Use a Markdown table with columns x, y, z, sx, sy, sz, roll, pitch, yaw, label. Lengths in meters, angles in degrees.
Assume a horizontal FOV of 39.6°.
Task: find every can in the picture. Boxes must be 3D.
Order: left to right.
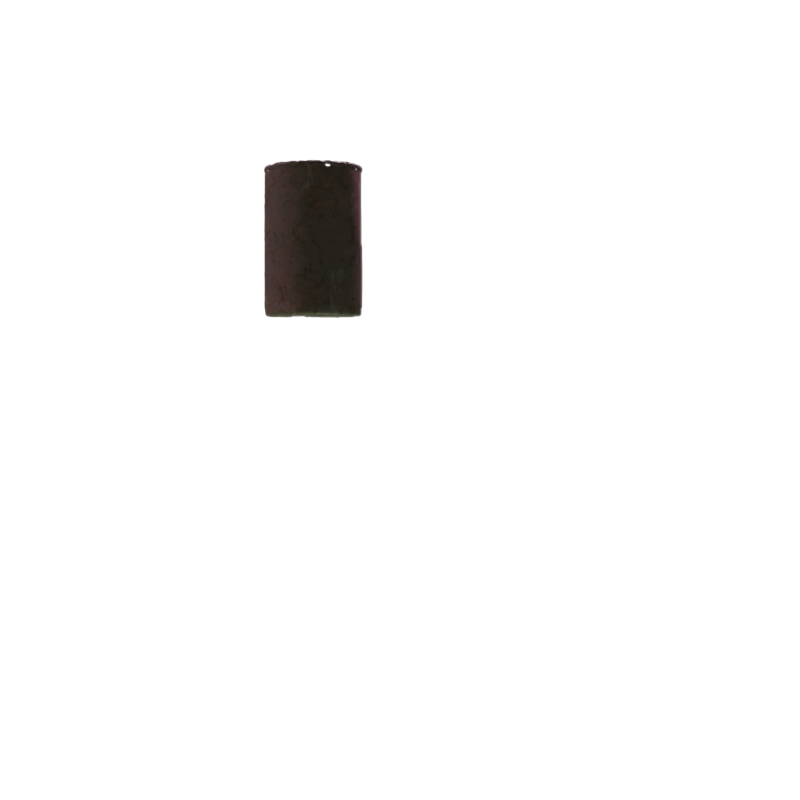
| x | y | z | sx | sy | sz | roll | pitch | yaw | label |
| --- | --- | --- | --- | --- | --- | --- | --- | --- | --- |
| -0.059 | -0.108 | 0.757 | 0.068 | 0.103 | 0.068 | 0 | -3 | -2 | can |
